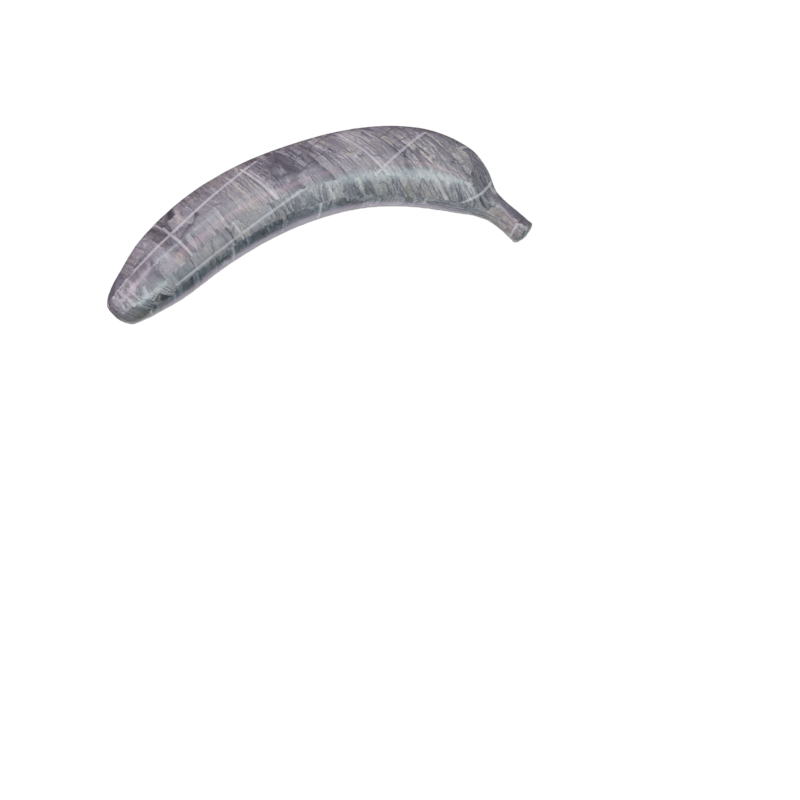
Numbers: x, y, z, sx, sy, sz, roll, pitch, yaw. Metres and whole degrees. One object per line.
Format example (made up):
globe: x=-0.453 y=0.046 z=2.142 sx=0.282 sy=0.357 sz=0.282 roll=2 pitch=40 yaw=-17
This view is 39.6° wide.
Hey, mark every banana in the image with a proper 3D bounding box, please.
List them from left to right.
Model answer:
banana: x=-0.041 y=-0.088 z=0.509 sx=0.196 sy=0.075 sz=0.034 roll=-14 pitch=-30 yaw=-9
